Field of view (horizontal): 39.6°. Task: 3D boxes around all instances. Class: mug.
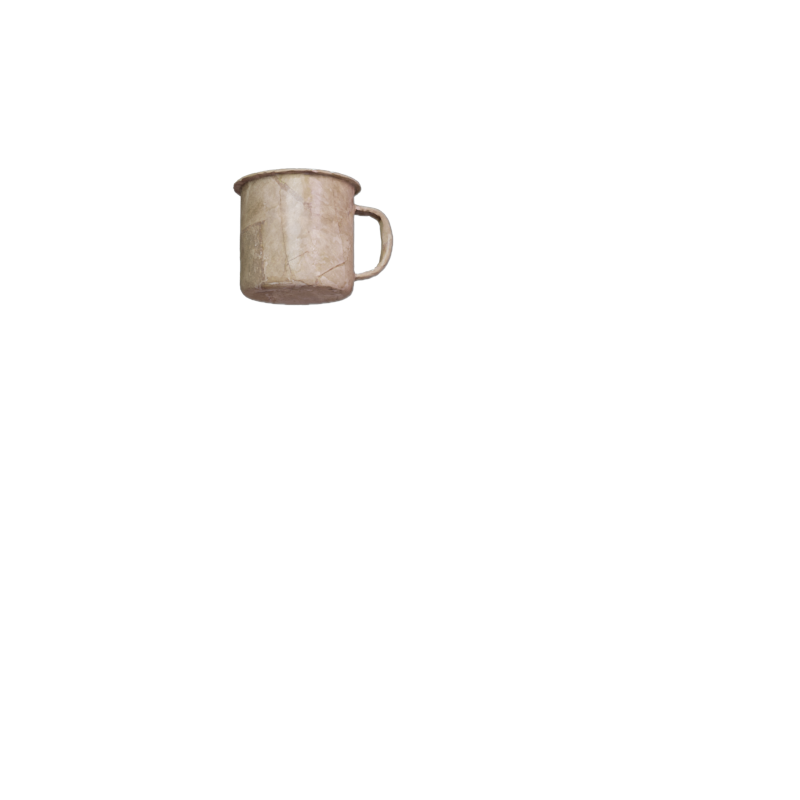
[{"bbox_3d":[-0.062,-0.114,0.797,0.115,0.084,0.093,2,-9,-15],"label":"mug"}]
